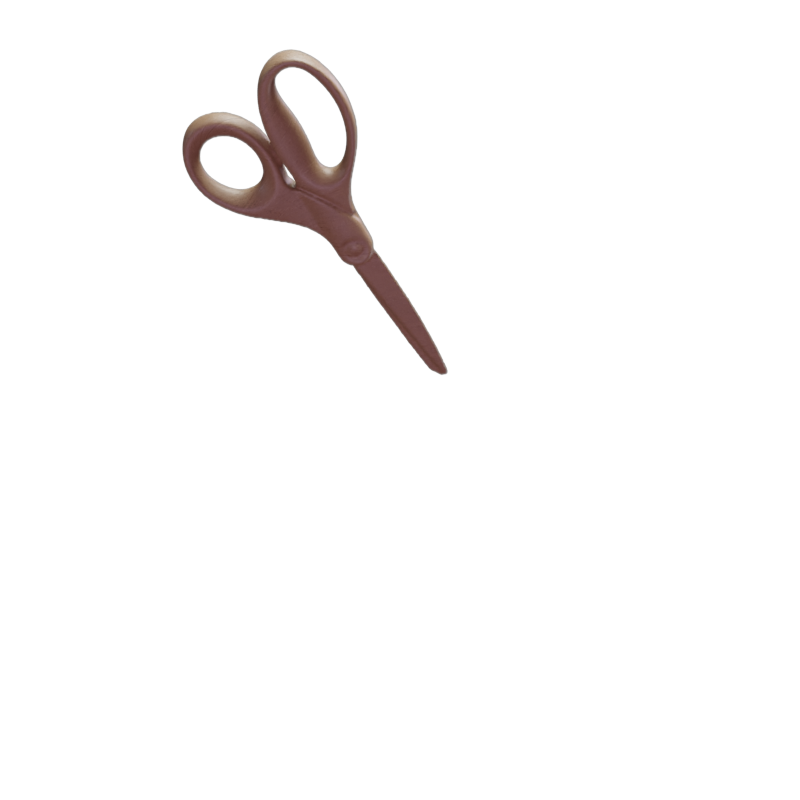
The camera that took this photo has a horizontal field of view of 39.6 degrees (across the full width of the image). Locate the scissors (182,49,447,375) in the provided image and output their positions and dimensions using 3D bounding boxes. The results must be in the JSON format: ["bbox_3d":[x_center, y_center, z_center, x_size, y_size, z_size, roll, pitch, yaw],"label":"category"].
[{"bbox_3d":[-0.045,-0.081,0.571,0.097,0.188,0.017,-13,30,8],"label":"scissors"}]
